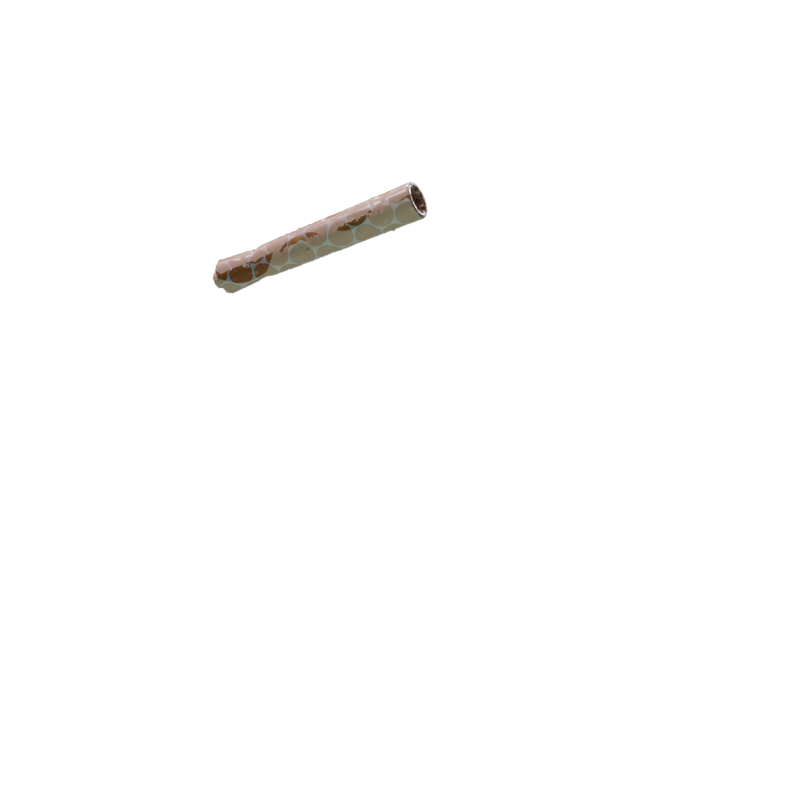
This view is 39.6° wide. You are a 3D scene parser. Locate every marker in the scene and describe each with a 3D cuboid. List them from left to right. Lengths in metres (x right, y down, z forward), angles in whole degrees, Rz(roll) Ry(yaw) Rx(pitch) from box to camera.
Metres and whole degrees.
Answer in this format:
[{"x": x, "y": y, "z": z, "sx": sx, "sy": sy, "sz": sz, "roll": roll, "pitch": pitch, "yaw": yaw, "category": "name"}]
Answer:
[{"x": -0.044, "y": -0.079, "z": 0.556, "sx": 0.122, "sy": 0.020, "sz": 0.019, "roll": -18, "pitch": -4, "yaw": 26, "category": "marker"}]
